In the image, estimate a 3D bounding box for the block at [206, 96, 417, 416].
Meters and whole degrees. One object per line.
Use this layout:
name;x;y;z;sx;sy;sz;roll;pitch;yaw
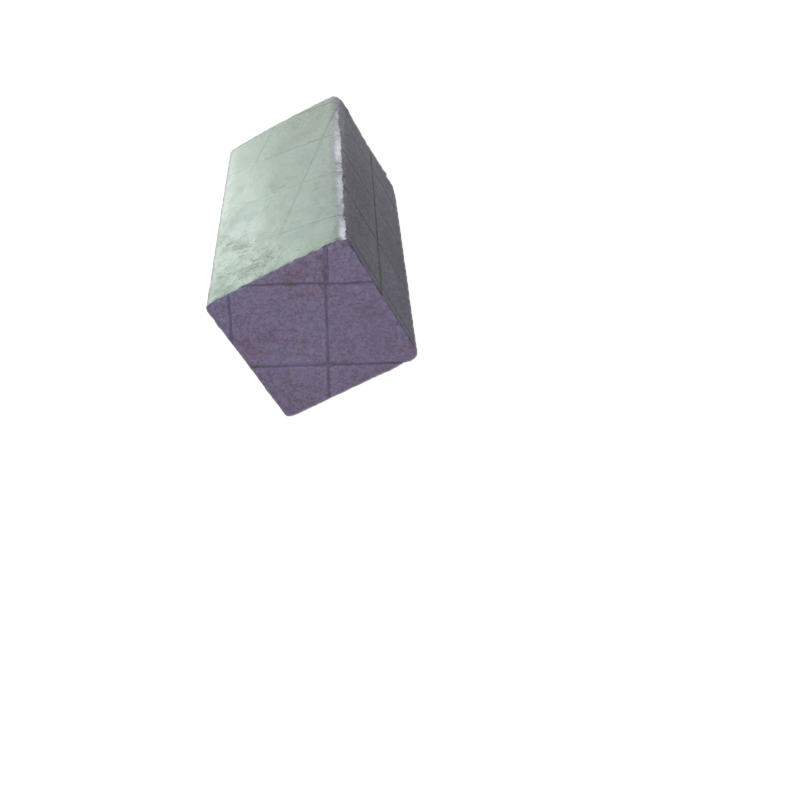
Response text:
block;-0.055;-0.101;0.703;0.090;0.085;0.220;-26;32;13
